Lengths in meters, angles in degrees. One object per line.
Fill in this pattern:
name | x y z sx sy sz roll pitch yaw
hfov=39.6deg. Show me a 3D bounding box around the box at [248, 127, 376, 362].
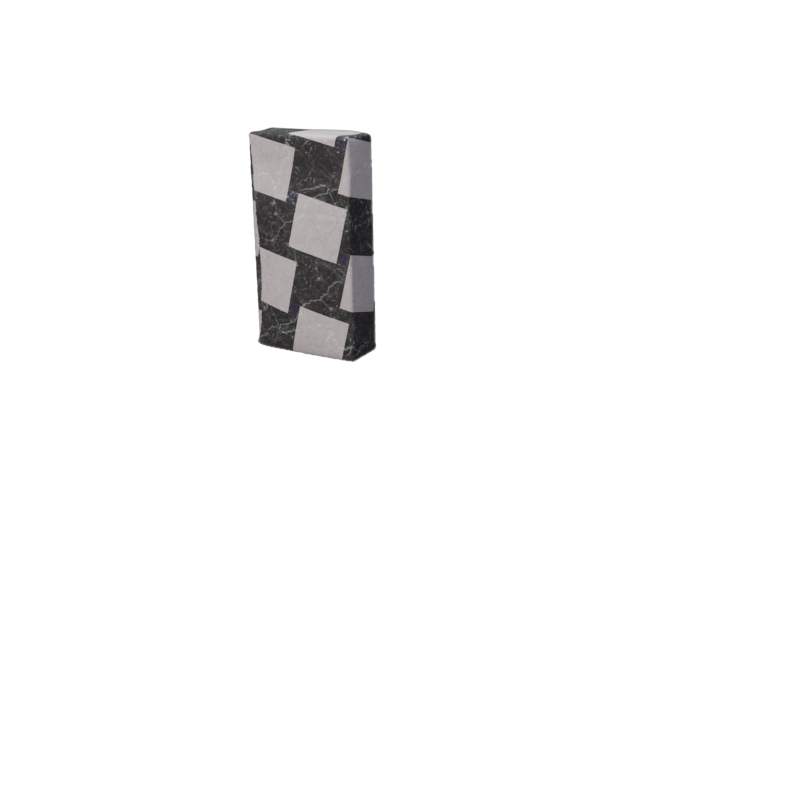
box | -0.068 -0.125 0.876 0.097 0.171 0.047 8 14 30
